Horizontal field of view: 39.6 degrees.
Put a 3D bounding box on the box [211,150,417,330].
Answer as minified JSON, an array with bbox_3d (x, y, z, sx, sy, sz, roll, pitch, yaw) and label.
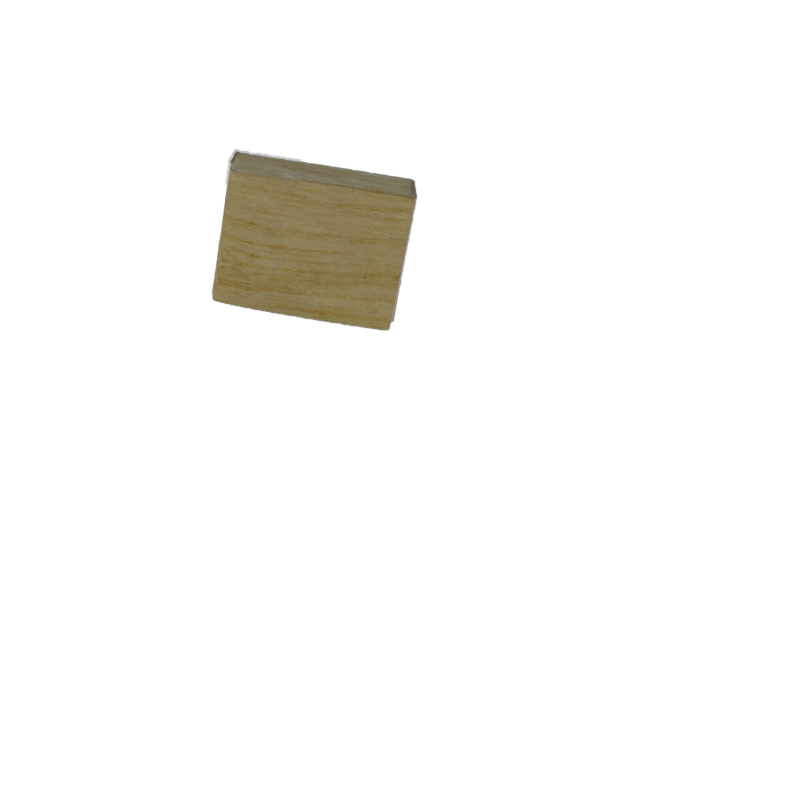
[{"bbox_3d":[-0.052,-0.095,0.669,0.113,0.086,0.041,9,24,-4],"label":"box"}]
